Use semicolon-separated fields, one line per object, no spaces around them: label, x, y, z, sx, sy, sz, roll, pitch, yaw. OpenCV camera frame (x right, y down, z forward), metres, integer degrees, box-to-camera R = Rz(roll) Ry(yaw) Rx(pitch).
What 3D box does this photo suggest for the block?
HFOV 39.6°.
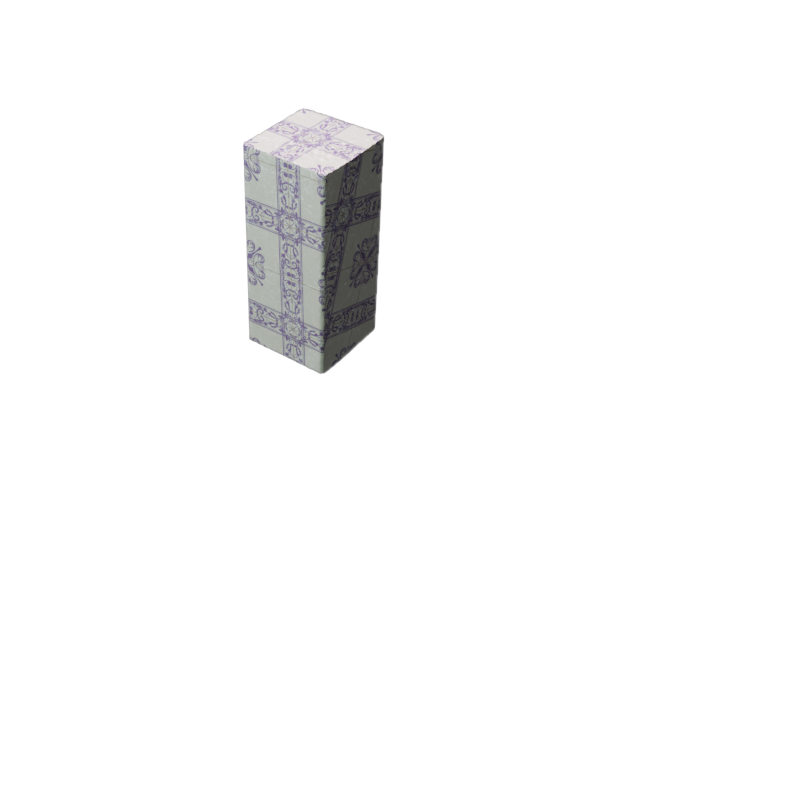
block;-0.077;-0.142;0.991;0.096;0.193;0.091;24;41;26
